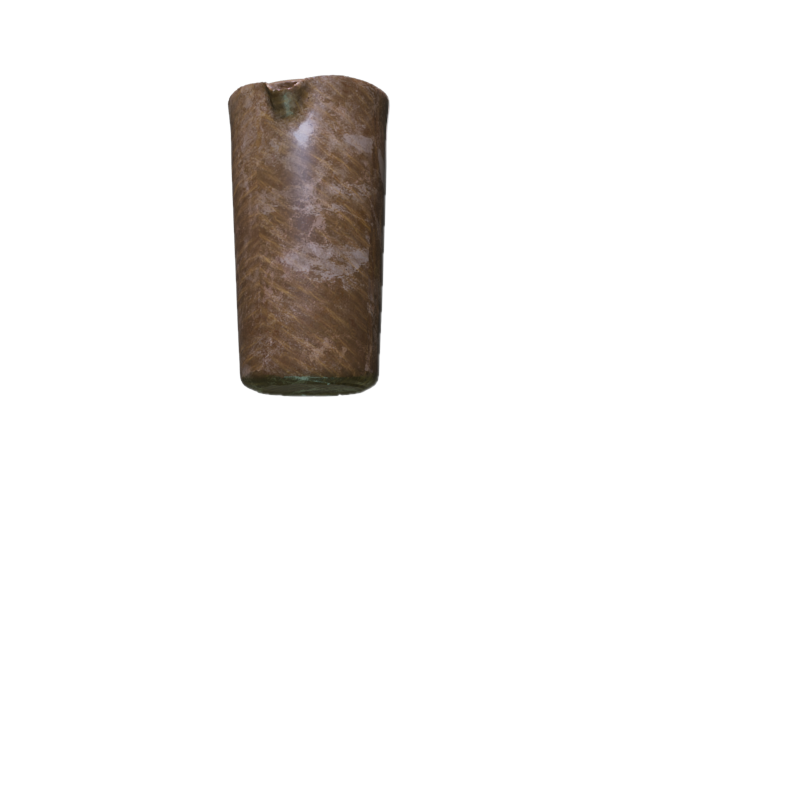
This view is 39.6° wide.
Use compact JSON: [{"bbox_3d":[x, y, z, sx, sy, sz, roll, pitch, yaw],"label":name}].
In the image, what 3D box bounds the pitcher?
[{"bbox_3d":[-0.070,-0.128,0.895,0.143,0.251,0.147,7,-14,-33],"label":"pitcher"}]
